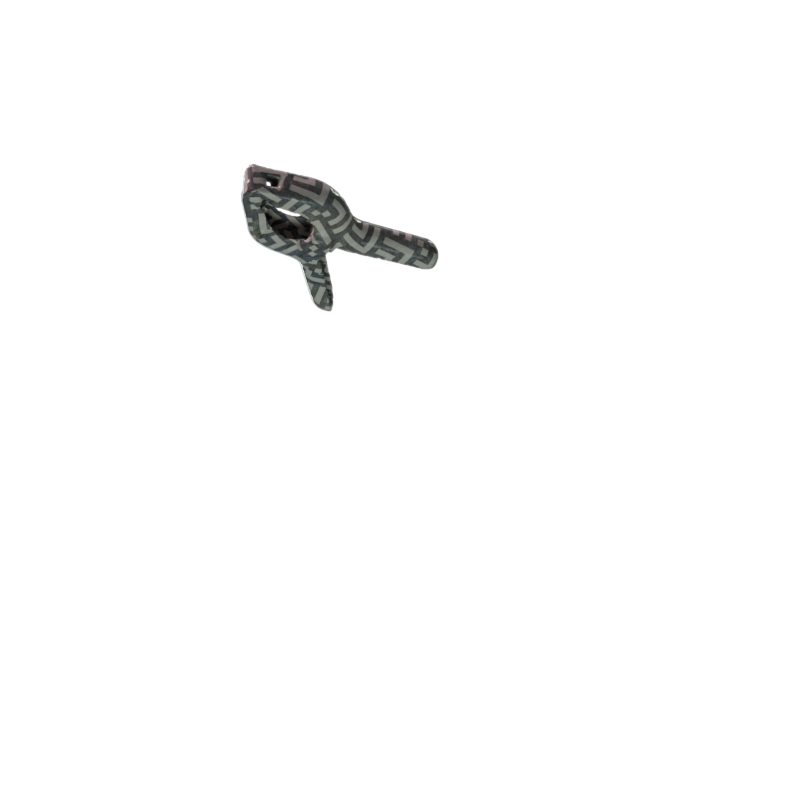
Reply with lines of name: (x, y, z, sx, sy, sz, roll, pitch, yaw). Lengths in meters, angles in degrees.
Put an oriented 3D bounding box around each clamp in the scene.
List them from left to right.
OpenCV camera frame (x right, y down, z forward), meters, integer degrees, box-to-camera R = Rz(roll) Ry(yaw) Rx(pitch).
clamp: (-0.068, -0.124, 0.866, 0.161, 0.042, 0.119, 29, -47, -32)
